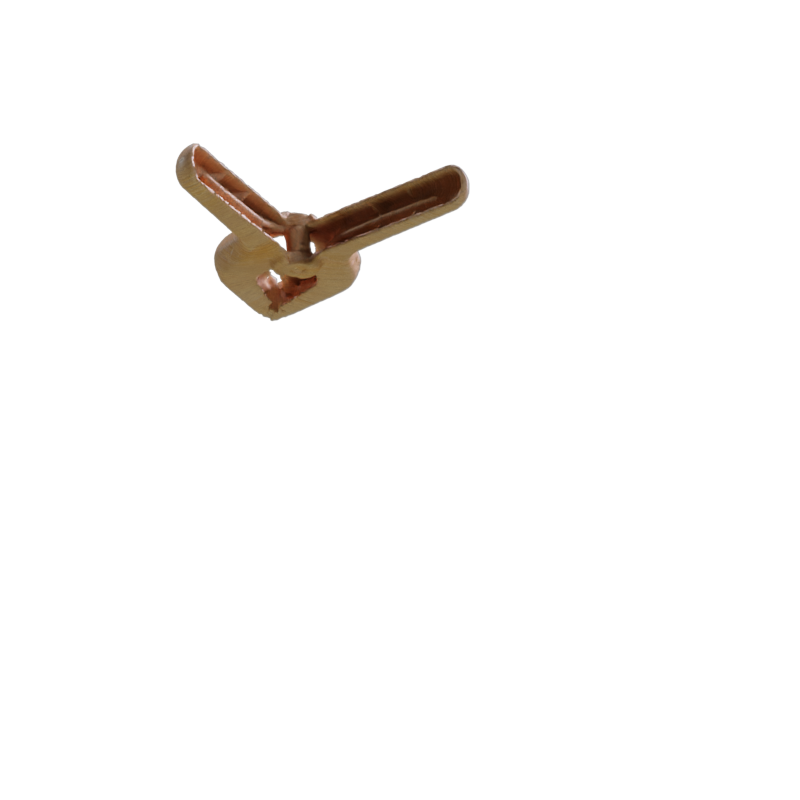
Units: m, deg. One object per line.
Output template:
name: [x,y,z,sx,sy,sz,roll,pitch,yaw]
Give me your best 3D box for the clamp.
clamp: [-0.054,-0.098,0.690,0.163,0.038,0.202,2,-18,-7]
